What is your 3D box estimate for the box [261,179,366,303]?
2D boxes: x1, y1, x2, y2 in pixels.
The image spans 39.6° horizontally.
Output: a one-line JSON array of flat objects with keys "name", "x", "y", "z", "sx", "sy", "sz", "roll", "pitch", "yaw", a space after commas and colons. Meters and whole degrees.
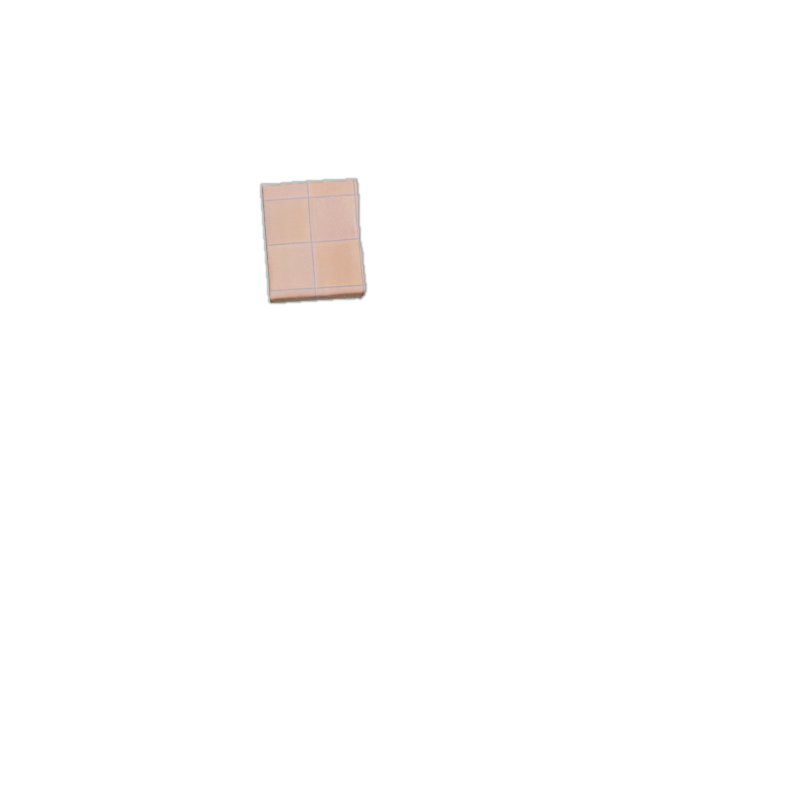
[{"name": "box", "x": -0.065, "y": -0.119, "z": 0.833, "sx": 0.073, "sy": 0.092, "sz": 0.029, "roll": -4, "pitch": -10, "yaw": -1}]
